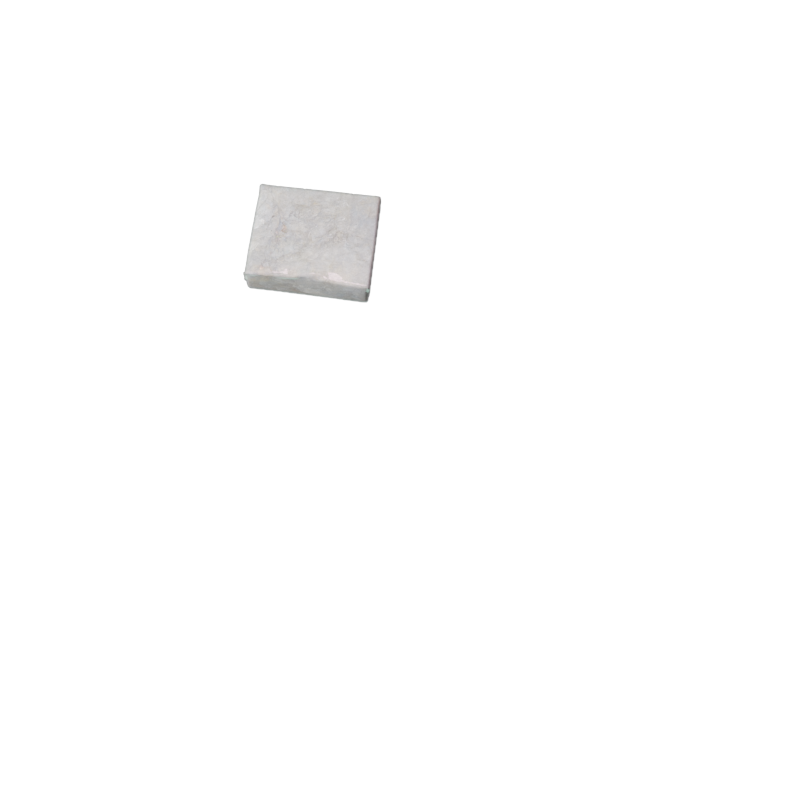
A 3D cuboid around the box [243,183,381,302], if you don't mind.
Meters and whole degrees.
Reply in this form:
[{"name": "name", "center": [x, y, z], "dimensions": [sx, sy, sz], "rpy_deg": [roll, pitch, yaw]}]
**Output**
[{"name": "box", "center": [-0.062, -0.113, 0.788], "dimensions": [0.090, 0.077, 0.029], "rpy_deg": [7, -24, 3]}]
